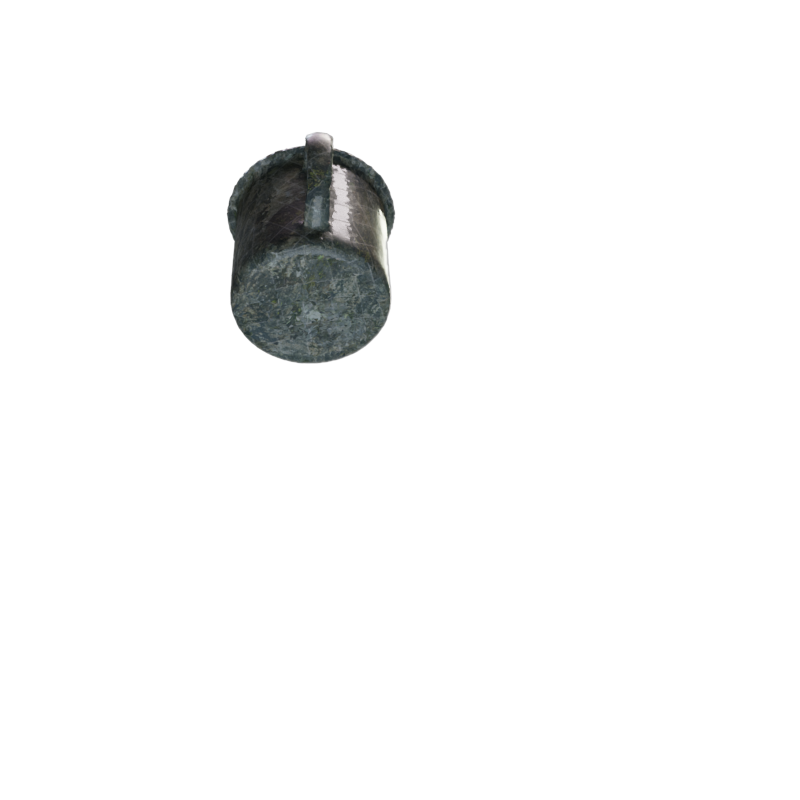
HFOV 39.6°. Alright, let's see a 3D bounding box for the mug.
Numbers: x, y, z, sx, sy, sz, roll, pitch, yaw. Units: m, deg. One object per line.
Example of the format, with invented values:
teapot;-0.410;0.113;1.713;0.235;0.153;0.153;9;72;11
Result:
mug;-0.045;-0.083;0.578;0.092;0.110;0.087;5;40;-7
